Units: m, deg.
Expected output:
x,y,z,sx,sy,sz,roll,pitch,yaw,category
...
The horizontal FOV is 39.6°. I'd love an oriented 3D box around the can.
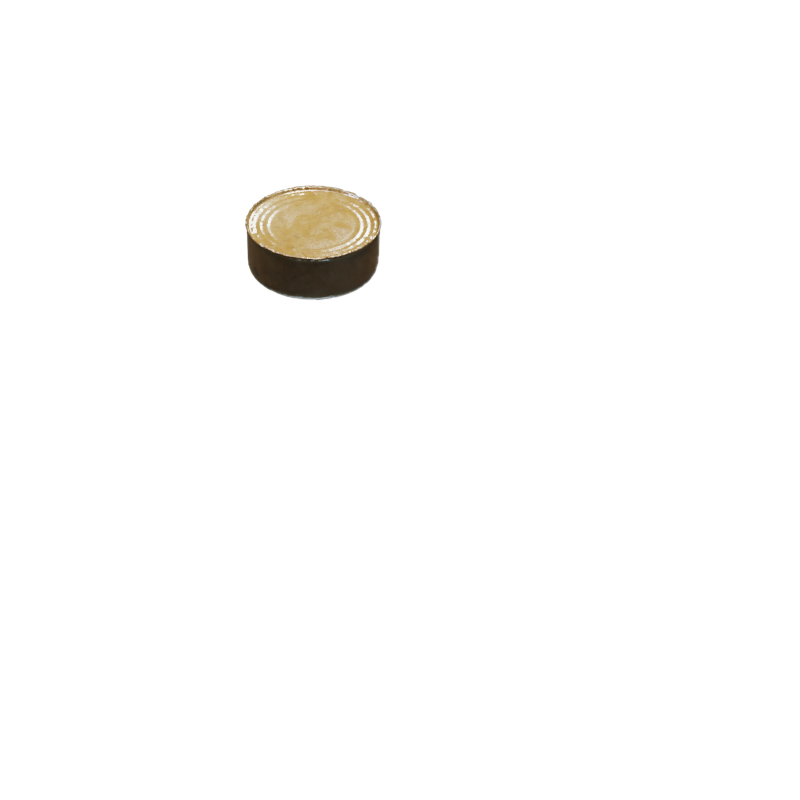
x,y,z,sx,sy,sz,roll,pitch,yaw,category
-0.055,-0.101,0.707,0.086,0.031,0.092,-1,38,-2,can
